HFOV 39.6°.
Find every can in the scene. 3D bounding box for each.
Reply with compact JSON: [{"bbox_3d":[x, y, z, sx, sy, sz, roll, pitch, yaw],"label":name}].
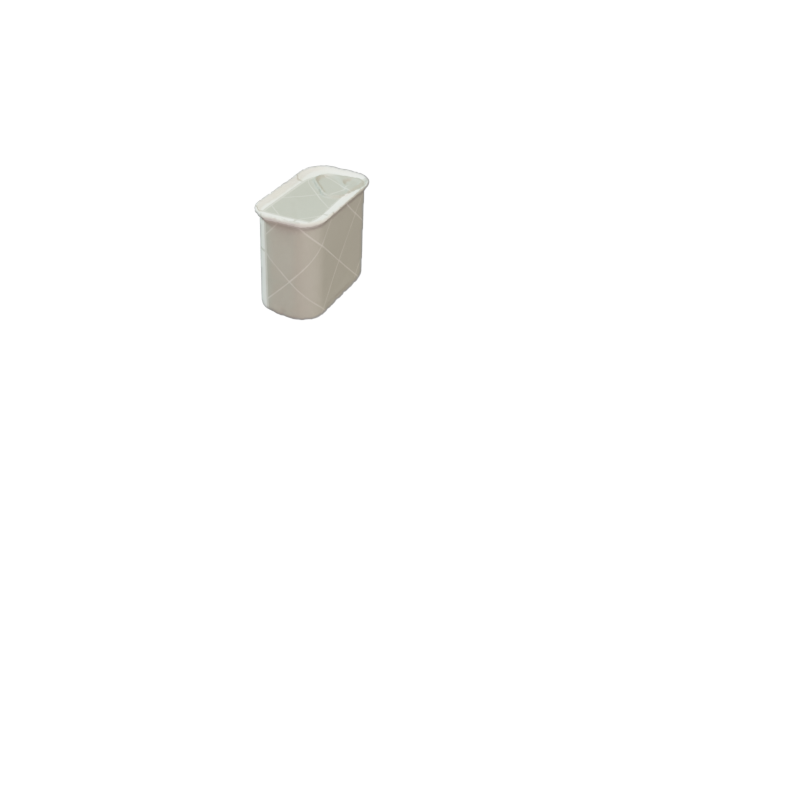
[{"bbox_3d":[-0.066,-0.121,0.849,0.060,0.079,0.104,15,35,21],"label":"can"}]
